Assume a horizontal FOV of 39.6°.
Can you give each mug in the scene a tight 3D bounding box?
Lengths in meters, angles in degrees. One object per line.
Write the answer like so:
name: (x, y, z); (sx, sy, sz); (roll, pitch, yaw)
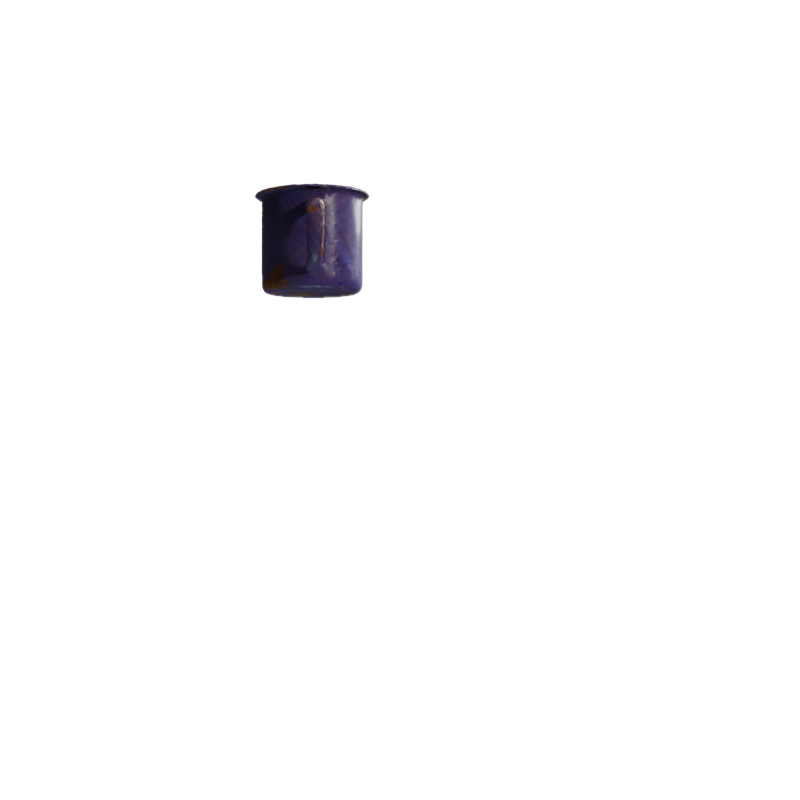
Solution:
mug: (-0.070, -0.127, 0.889); (0.092, 0.083, 0.116); (0, -4, -8)
